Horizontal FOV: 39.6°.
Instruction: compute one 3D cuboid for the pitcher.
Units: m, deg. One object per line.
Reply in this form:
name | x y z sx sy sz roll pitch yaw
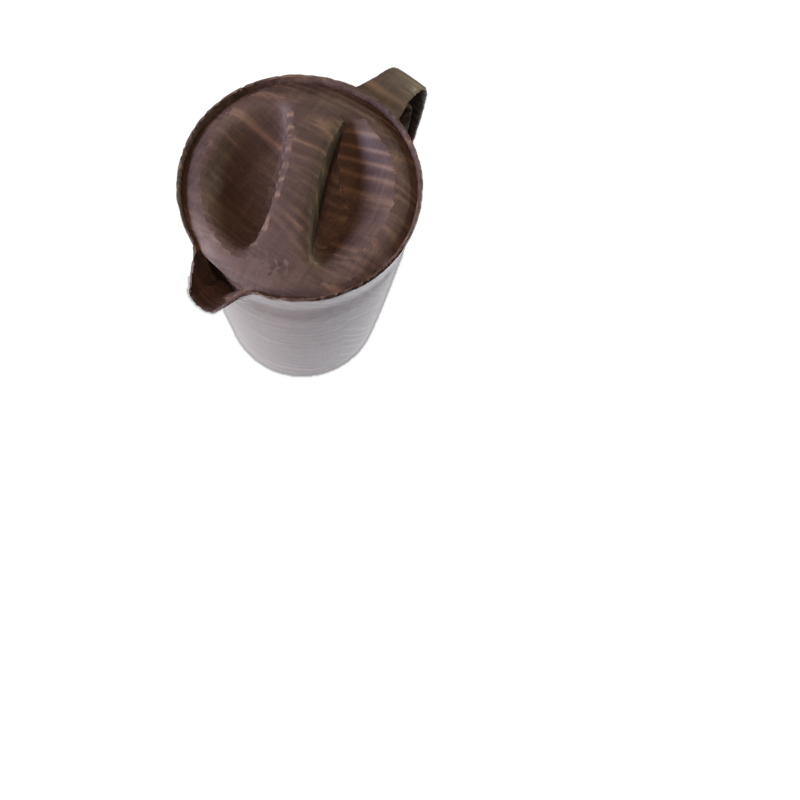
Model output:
pitcher | -0.055 -0.101 0.705 0.148 0.151 0.234 -6 -14 -5
